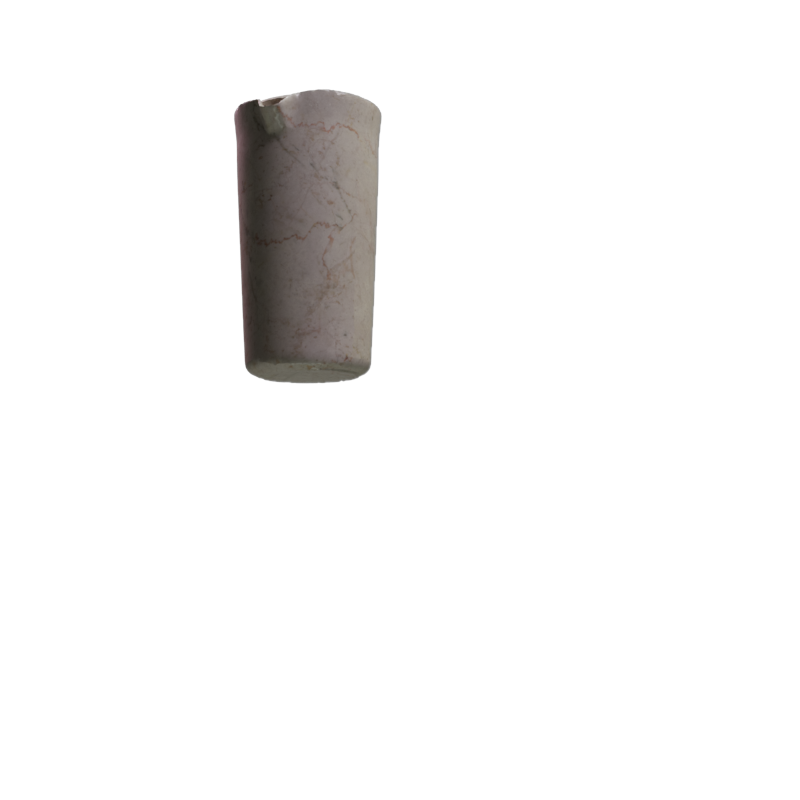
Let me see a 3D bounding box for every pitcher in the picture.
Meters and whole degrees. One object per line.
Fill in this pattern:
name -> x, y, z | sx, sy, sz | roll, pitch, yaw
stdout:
pitcher -> -0.077, -0.140, 0.982 | 0.144, 0.251, 0.145 | 5, -13, -25
